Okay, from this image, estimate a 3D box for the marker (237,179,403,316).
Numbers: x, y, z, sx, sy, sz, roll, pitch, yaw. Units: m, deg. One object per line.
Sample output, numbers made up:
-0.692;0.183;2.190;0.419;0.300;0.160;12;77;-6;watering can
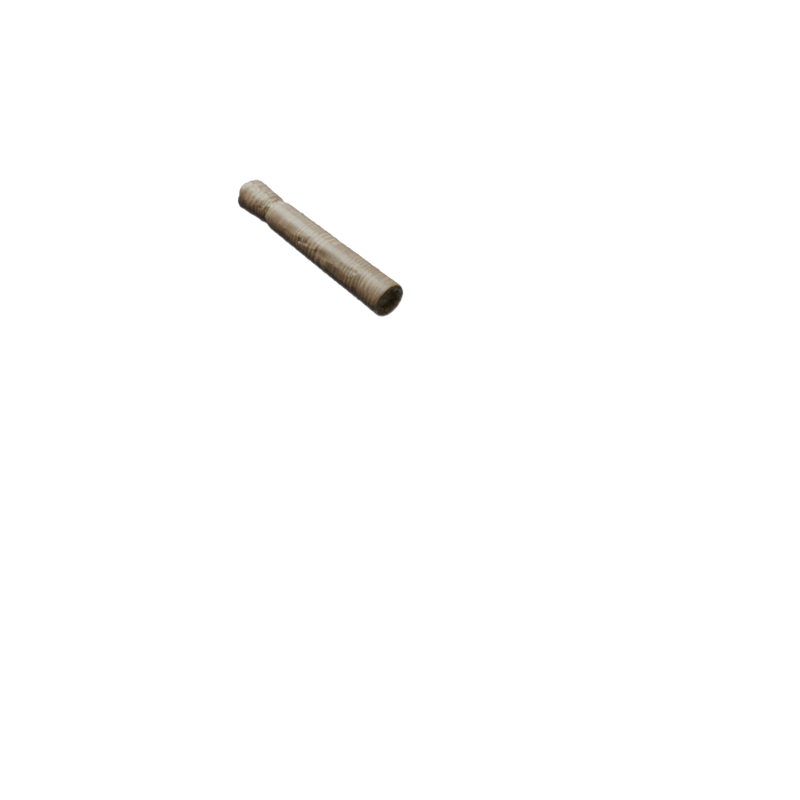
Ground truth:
-0.046;-0.084;0.586;0.019;0.019;0.130;-3;35;-47;marker
